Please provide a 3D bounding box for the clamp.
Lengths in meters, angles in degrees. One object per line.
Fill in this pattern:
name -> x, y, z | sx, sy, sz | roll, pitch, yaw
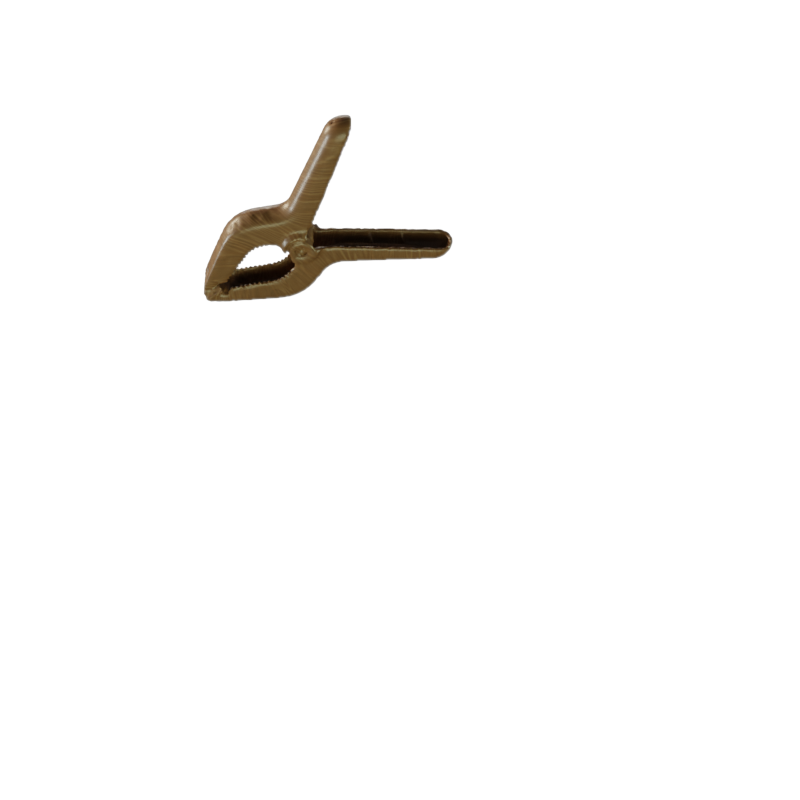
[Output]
clamp -> -0.073, -0.132, 0.928 | 0.209, 0.039, 0.154 | -31, -52, 27
